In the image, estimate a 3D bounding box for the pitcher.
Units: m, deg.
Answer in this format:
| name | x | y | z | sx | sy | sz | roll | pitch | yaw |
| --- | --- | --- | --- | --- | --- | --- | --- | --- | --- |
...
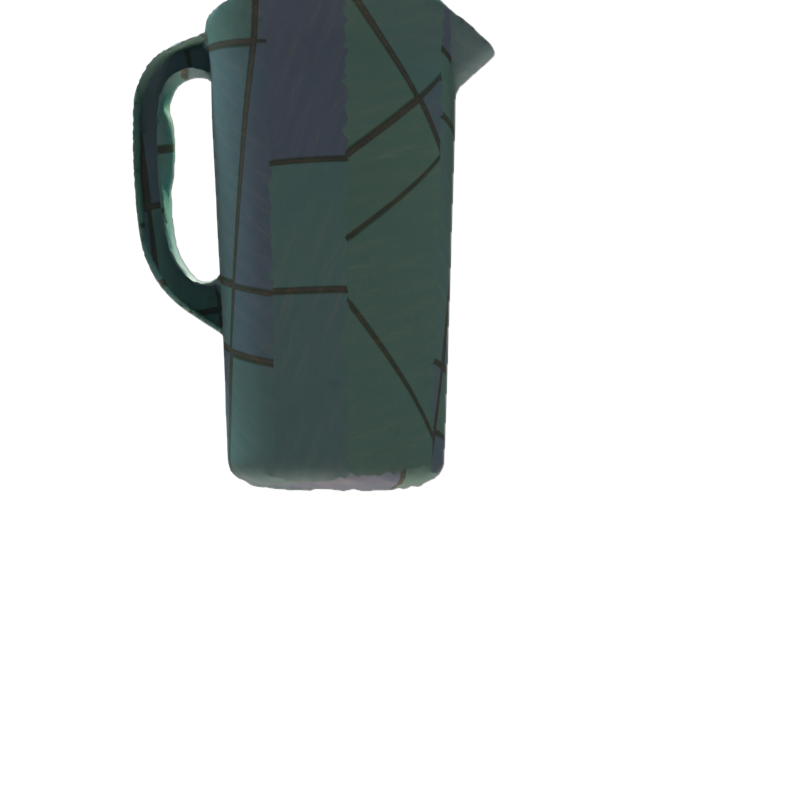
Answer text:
| name | x | y | z | sx | sy | sz | roll | pitch | yaw |
| --- | --- | --- | --- | --- | --- | --- | --- | --- | --- |
| pitcher | -0.045 | -0.081 | 0.568 | 0.139 | 0.247 | 0.153 | 4 | -7 | -40 |
